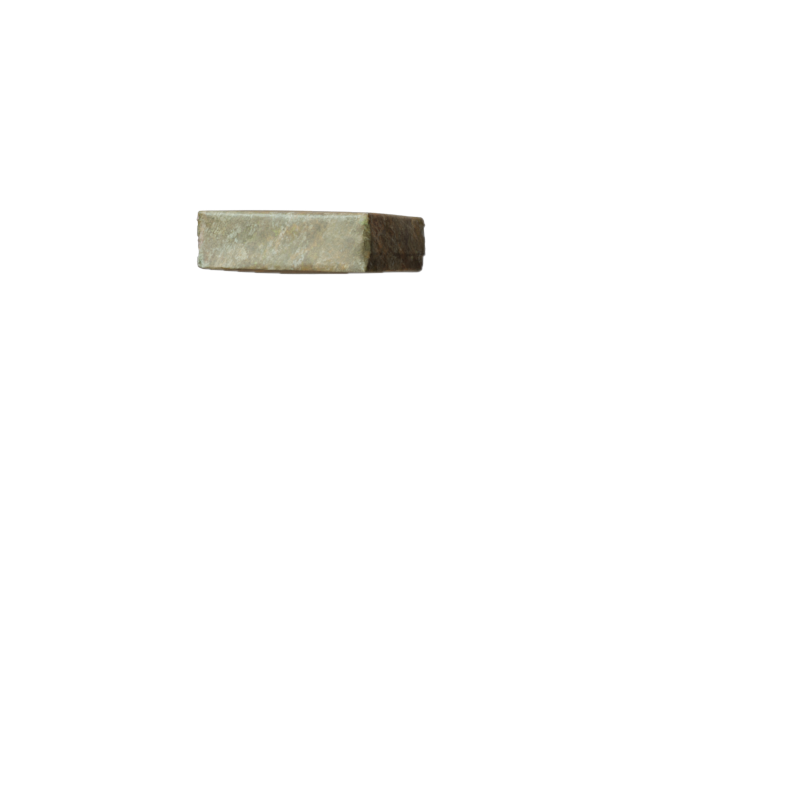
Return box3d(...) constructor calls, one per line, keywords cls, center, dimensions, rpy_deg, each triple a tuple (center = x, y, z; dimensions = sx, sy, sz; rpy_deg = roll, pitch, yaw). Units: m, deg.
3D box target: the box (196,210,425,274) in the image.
box3d(cls="box", center=(-0.052, -0.095, 0.667), dimensions=(0.117, 0.039, 0.087), rpy_deg=(2, 5, 24))
